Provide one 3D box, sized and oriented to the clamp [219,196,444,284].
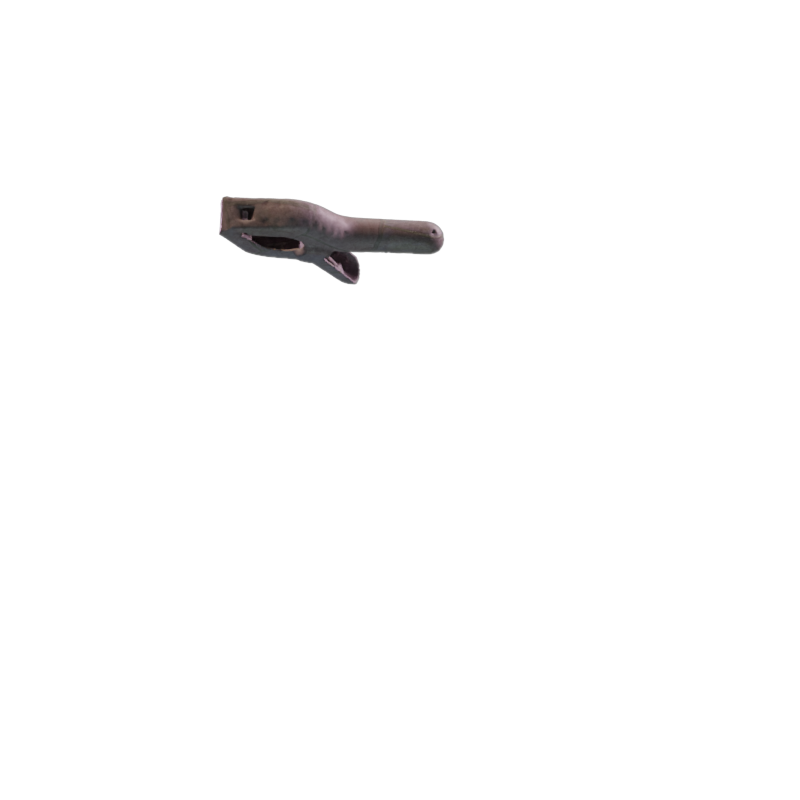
[{"bbox_3d":[-0.067,-0.122,0.853,0.165,0.041,0.119,9,-21,-26],"label":"clamp"}]
